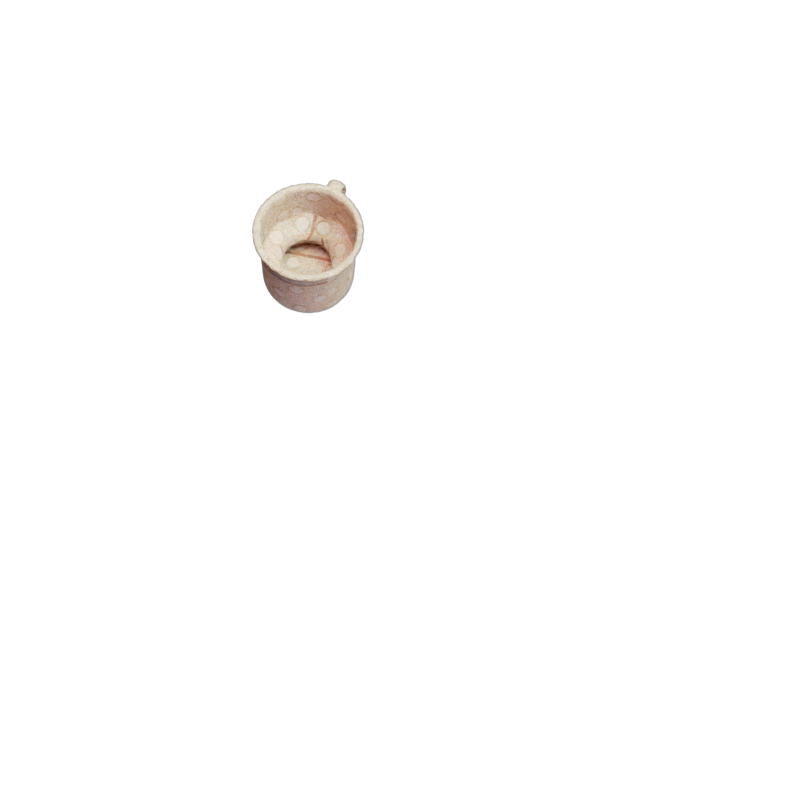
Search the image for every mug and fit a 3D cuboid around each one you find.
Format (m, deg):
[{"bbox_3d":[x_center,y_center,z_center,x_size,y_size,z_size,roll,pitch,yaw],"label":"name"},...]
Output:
[{"bbox_3d":[-0.075,-0.137,0.958,0.095,0.122,0.077,18,-25,7],"label":"mug"}]
